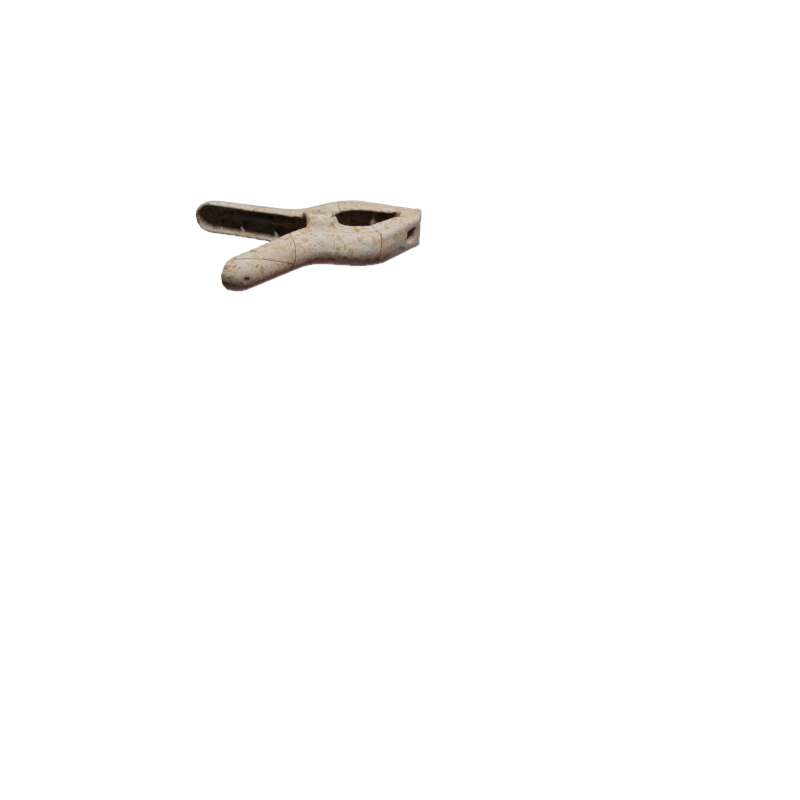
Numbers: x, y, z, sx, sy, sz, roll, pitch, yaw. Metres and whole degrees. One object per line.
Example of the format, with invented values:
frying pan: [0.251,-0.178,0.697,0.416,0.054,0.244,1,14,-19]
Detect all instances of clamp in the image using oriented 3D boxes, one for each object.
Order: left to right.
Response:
clamp: [-0.064,-0.117,0.819,0.170,0.037,0.129,-4,37,-6]
